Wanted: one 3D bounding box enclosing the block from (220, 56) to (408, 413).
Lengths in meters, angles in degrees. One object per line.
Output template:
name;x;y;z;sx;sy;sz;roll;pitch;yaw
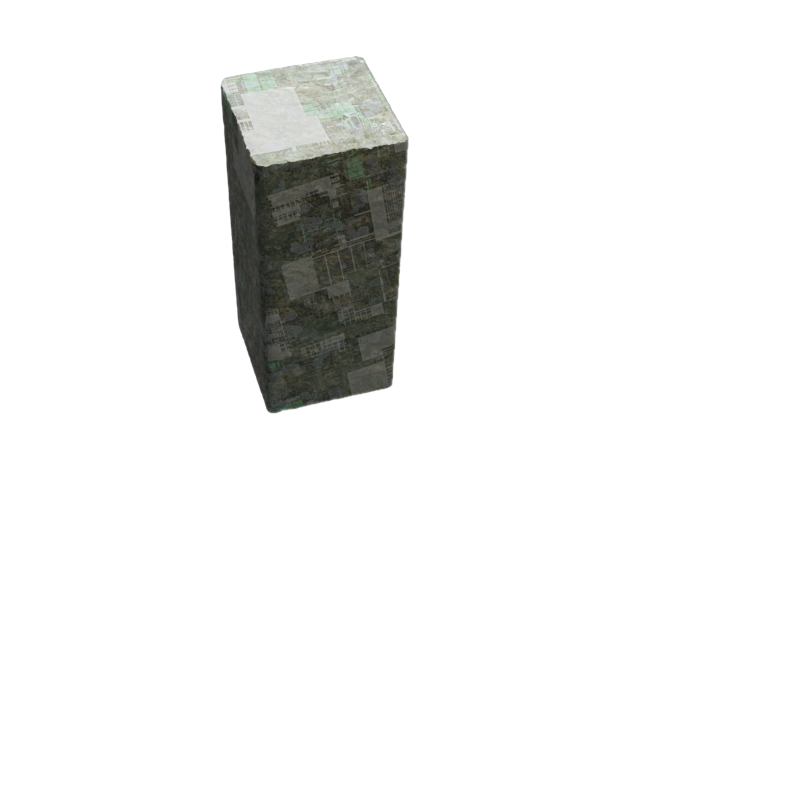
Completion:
block;-0.055;-0.099;0.695;0.089;0.098;0.192;-11;-42;-14
